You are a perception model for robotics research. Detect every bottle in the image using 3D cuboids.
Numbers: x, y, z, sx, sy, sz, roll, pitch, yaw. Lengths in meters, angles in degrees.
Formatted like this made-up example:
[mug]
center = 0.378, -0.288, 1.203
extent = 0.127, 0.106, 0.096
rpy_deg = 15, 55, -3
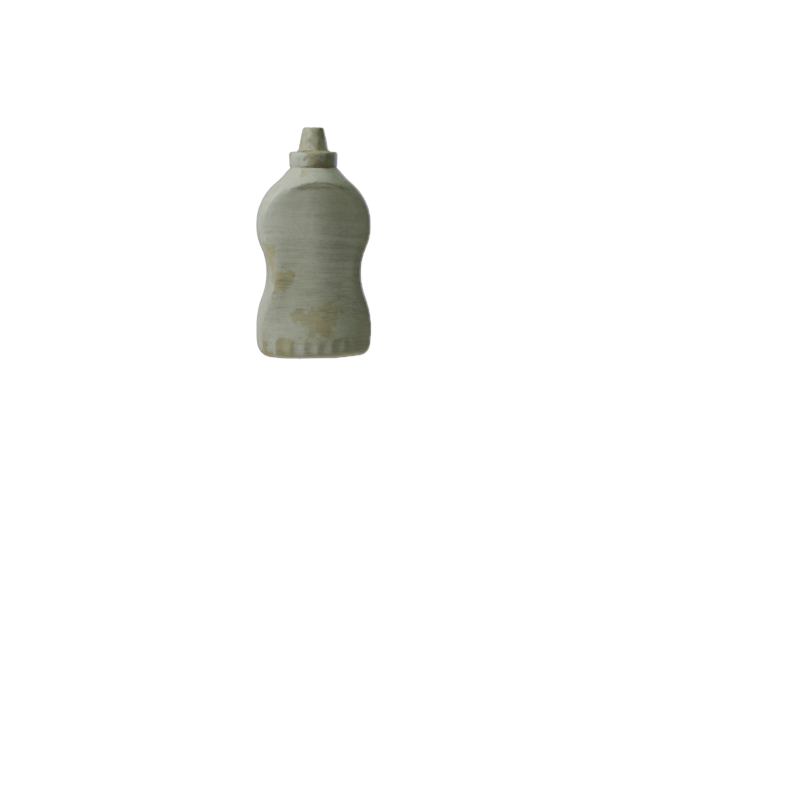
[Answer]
[bottle]
center = -0.073, -0.134, 0.935
extent = 0.095, 0.189, 0.060
rpy_deg = 0, 6, -7
